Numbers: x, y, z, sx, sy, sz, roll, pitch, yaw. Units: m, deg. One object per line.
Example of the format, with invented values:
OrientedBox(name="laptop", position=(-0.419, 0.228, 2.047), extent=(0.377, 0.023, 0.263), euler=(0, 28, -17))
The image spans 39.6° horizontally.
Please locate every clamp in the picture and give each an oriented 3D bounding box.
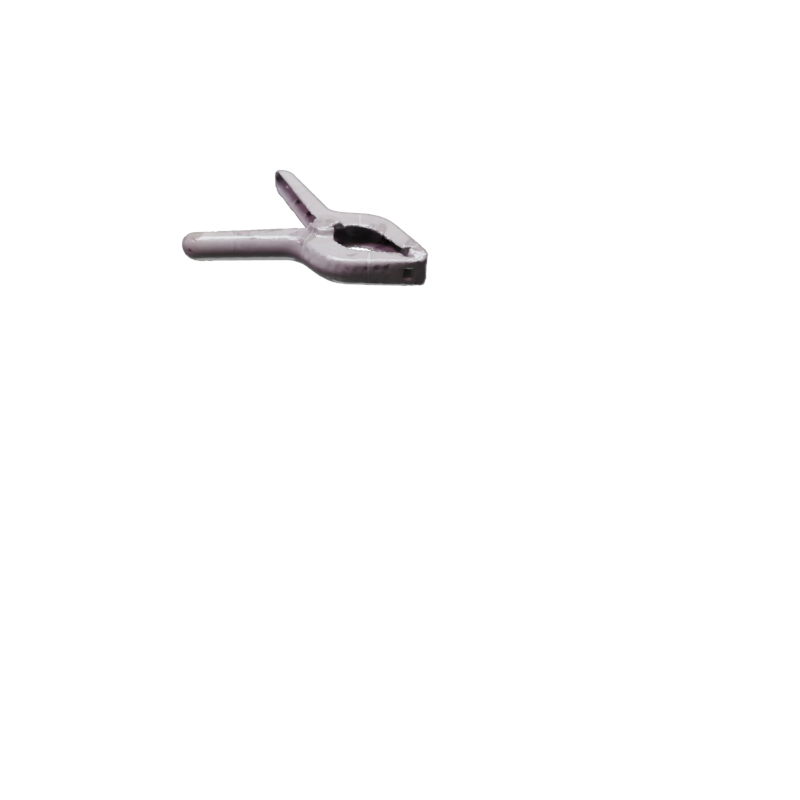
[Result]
OrientedBox(name="clamp", position=(-0.077, -0.141, 0.988), extent=(0.222, 0.034, 0.166), euler=(24, 43, 28))
